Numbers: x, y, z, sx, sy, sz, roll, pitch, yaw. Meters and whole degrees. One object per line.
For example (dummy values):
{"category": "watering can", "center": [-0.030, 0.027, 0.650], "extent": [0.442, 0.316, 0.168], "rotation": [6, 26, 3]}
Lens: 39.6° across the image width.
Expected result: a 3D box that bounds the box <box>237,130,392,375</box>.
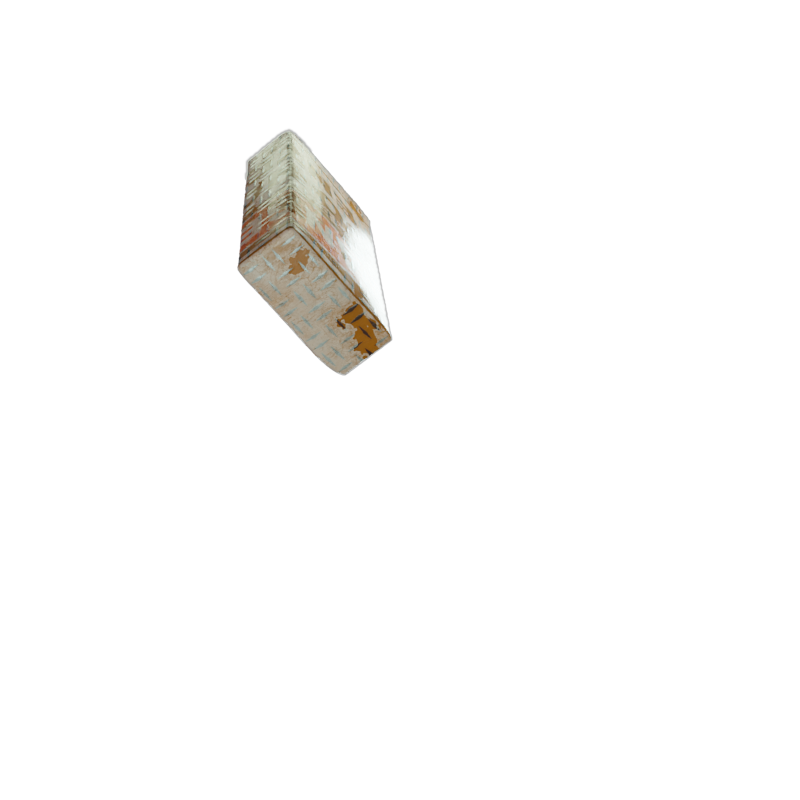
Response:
{"category": "box", "center": [-0.054, -0.099, 0.688], "extent": [0.048, 0.088, 0.187], "rotation": [-35, 27, 16]}
